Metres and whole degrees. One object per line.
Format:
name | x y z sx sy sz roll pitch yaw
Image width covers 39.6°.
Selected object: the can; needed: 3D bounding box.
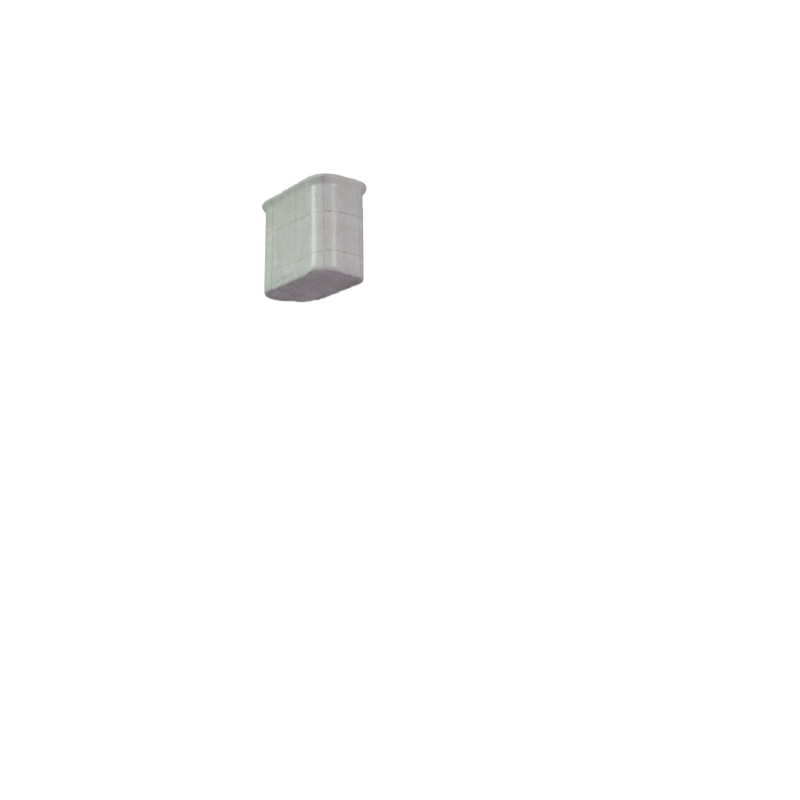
can | -0.074 -0.134 0.941 0.055 0.087 0.103 12 -19 -36
